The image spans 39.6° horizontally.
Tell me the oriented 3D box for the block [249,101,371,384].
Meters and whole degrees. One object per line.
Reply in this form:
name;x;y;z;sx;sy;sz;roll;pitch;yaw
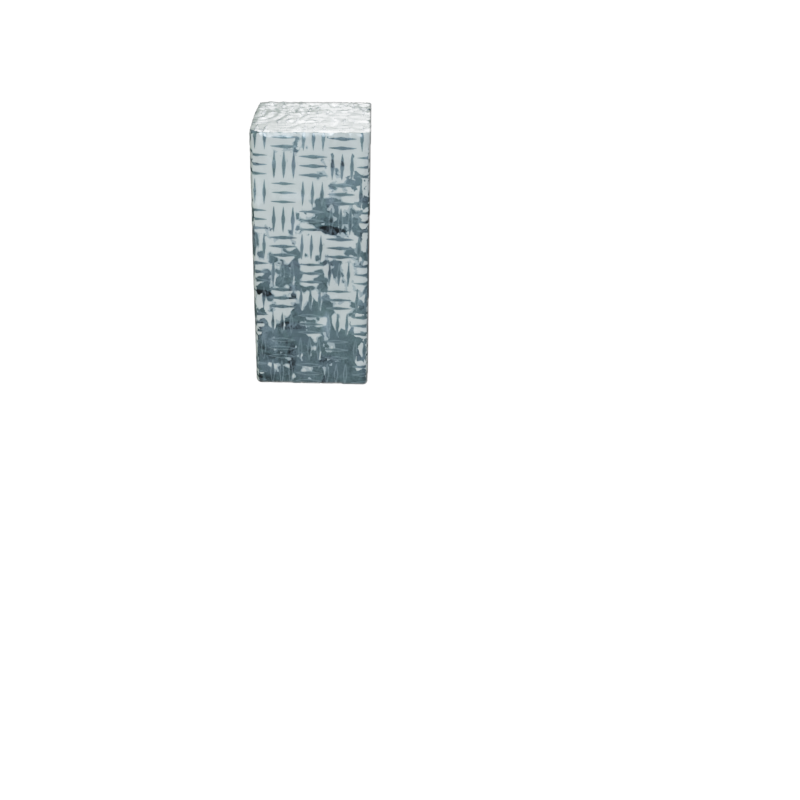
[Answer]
block;-0.069;-0.125;0.877;0.091;0.196;0.095;2;24;0
